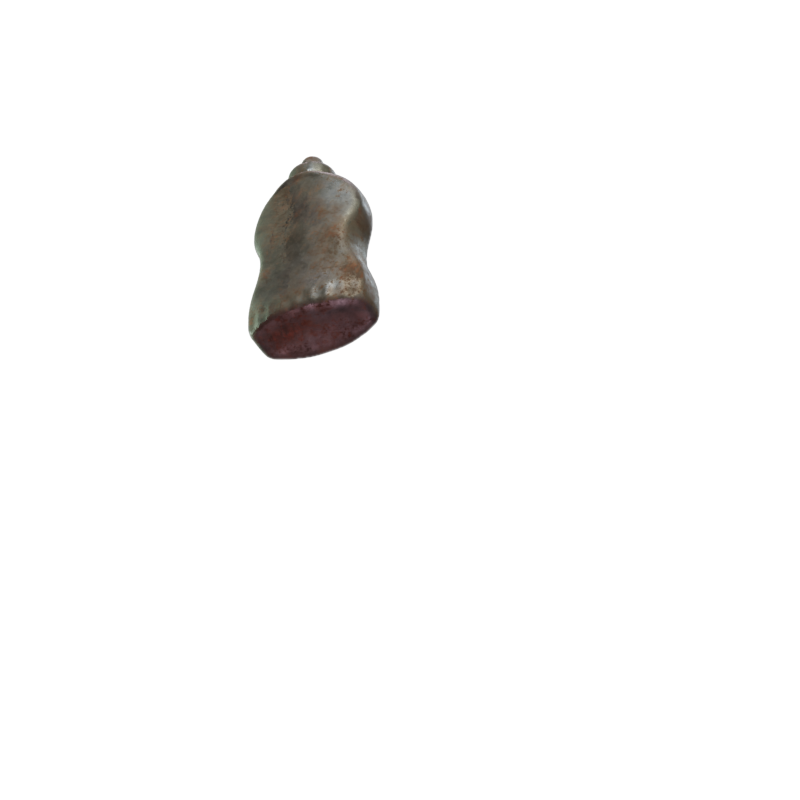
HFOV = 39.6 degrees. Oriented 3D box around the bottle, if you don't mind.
[{"bbox_3d":[-0.068,-0.124,0.869,0.097,0.206,0.054,-21,-45,18],"label":"bottle"}]
